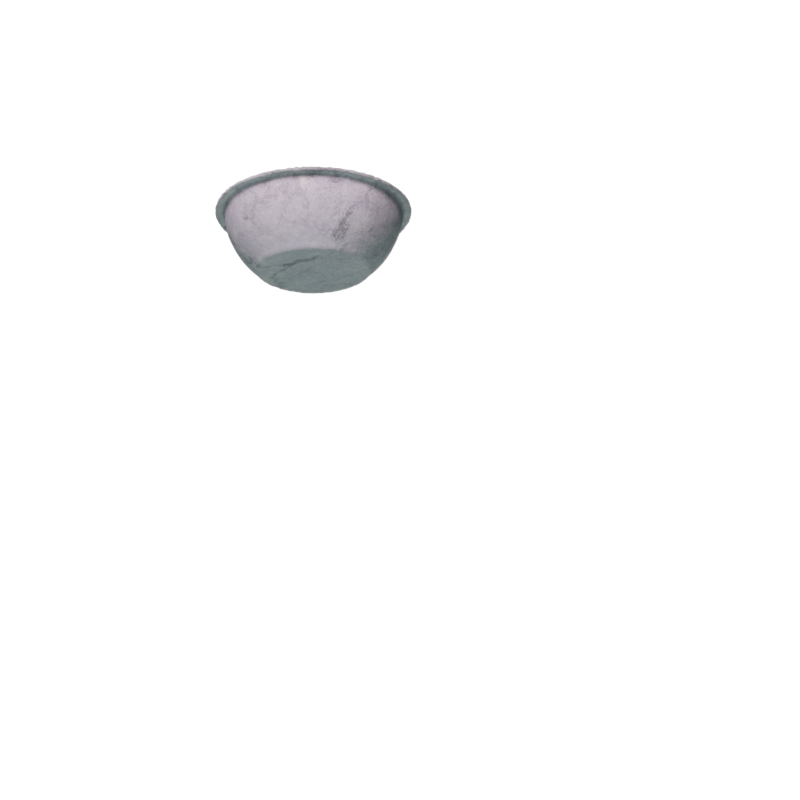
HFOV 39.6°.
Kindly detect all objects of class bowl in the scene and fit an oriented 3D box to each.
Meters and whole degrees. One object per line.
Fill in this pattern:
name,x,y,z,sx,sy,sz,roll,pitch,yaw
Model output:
bowl,-0.071,-0.129,0.903,0.162,0.058,0.154,0,-19,-2
